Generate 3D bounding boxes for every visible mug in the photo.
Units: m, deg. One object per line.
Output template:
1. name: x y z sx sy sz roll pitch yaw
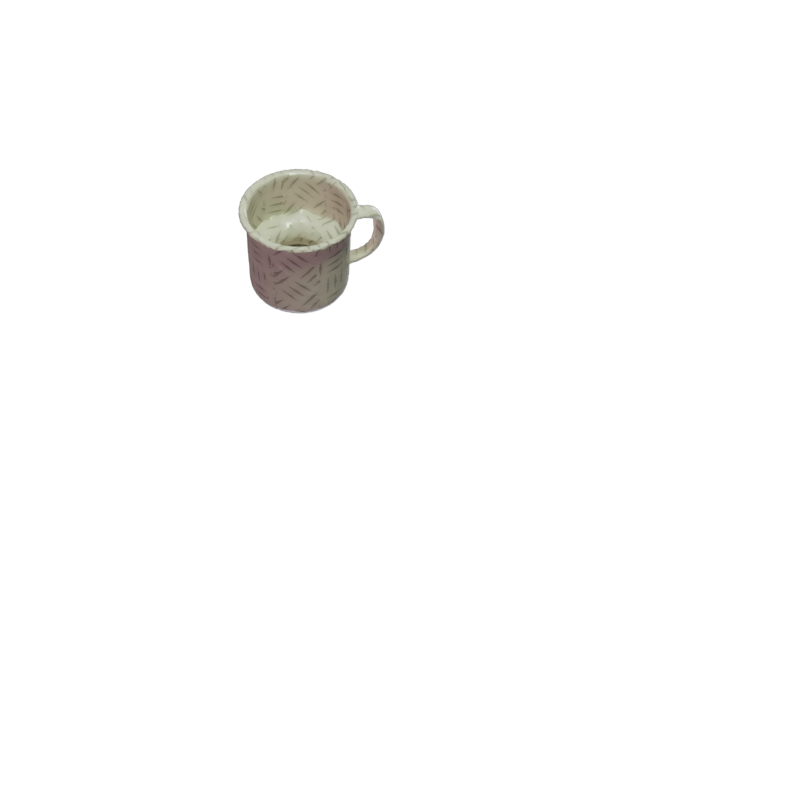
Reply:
1. mug: -0.069 -0.127 0.886 0.116 0.101 0.076 -14 -39 -13
